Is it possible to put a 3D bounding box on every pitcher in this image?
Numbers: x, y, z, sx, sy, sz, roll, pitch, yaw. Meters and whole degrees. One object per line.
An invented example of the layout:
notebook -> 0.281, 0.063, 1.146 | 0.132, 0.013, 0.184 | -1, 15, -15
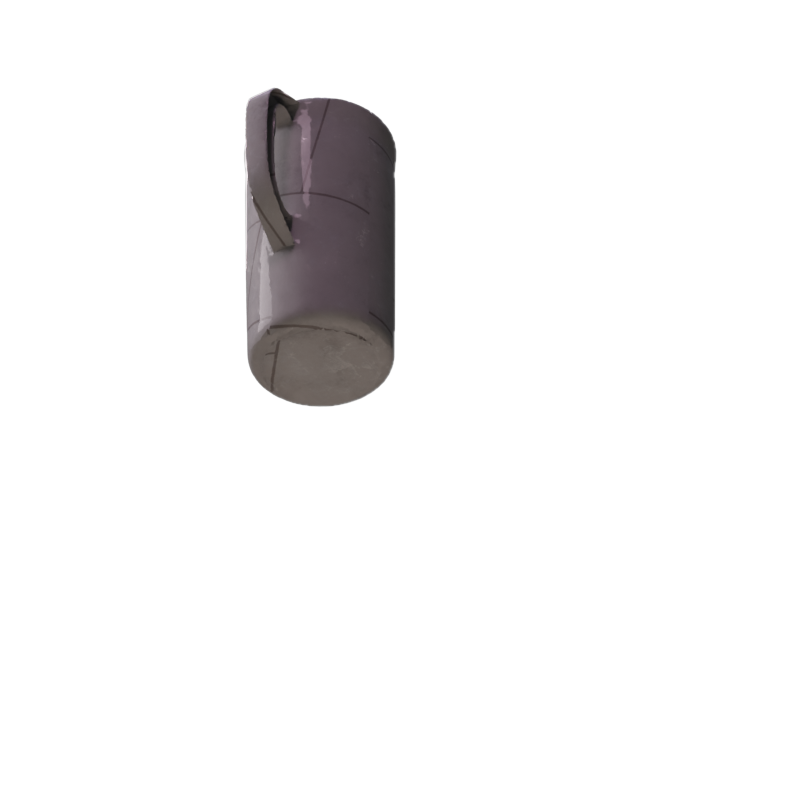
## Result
pitcher -> -0.069, -0.126, 0.882 | 0.145, 0.261, 0.138 | 11, -44, -16
